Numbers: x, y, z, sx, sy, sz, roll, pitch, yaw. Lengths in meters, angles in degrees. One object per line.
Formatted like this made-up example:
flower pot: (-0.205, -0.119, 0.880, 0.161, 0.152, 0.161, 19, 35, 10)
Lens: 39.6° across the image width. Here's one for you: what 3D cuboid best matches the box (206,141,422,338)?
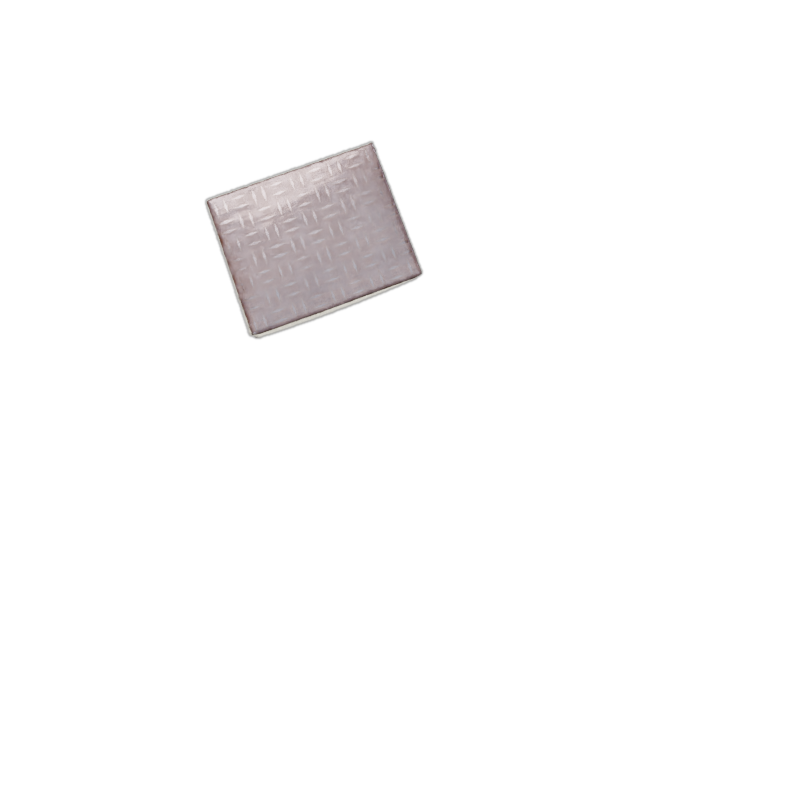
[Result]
box: (-0.054, -0.099, 0.691, 0.113, 0.092, 0.038, -20, -8, -4)
